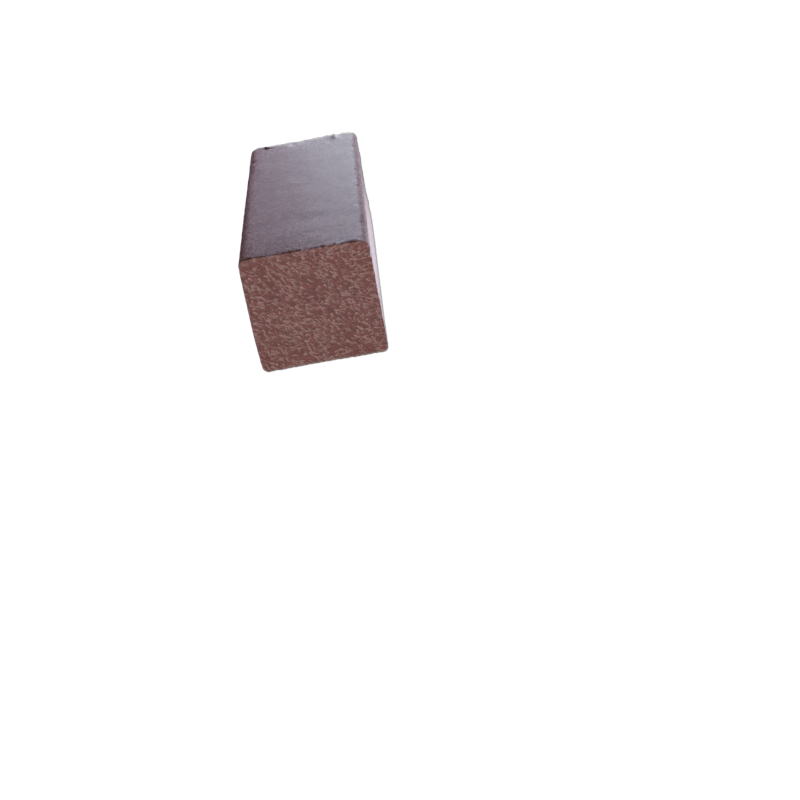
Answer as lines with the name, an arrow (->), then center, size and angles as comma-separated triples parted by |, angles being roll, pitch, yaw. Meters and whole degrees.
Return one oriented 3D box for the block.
block -> -0.066, -0.120, 0.838 | 0.091, 0.084, 0.219 | -10, 31, 2
